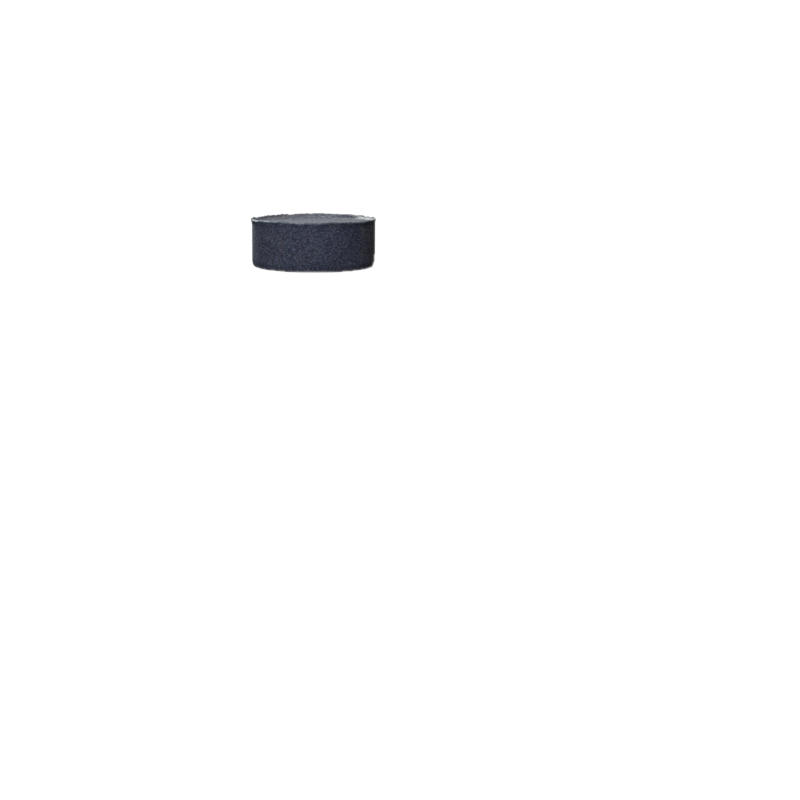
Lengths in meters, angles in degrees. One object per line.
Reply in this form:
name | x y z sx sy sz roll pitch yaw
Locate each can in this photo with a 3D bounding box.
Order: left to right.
can | -0.060 -0.109 0.760 0.086 0.033 0.088 0 12 -2
